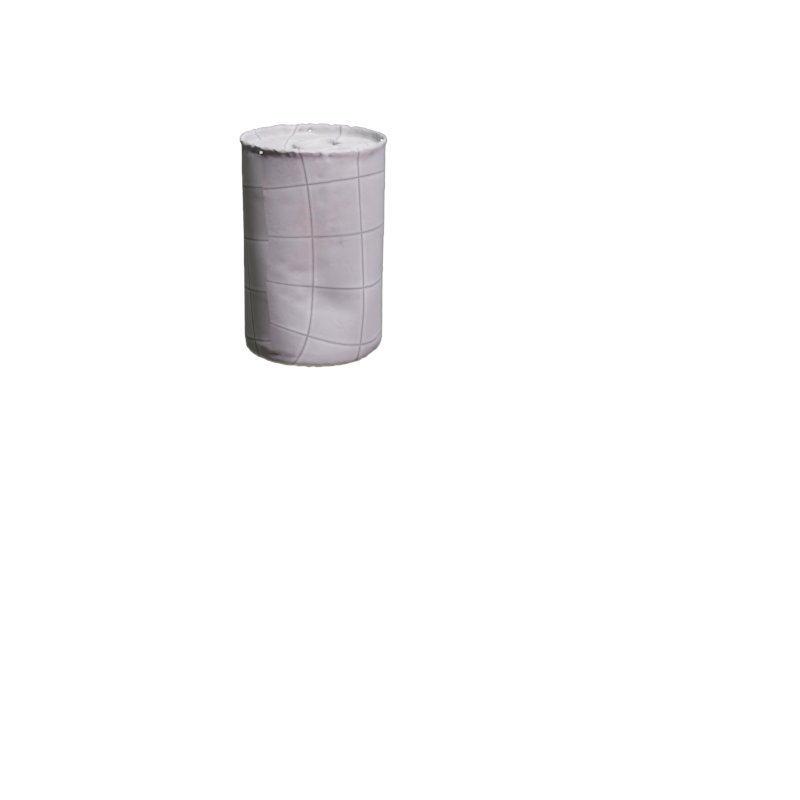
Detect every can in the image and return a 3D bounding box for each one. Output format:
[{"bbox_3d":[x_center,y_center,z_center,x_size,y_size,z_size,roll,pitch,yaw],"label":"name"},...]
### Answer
[{"bbox_3d":[-0.041,-0.075,0.524,0.068,0.098,0.071,0,19,-2],"label":"can"}]
